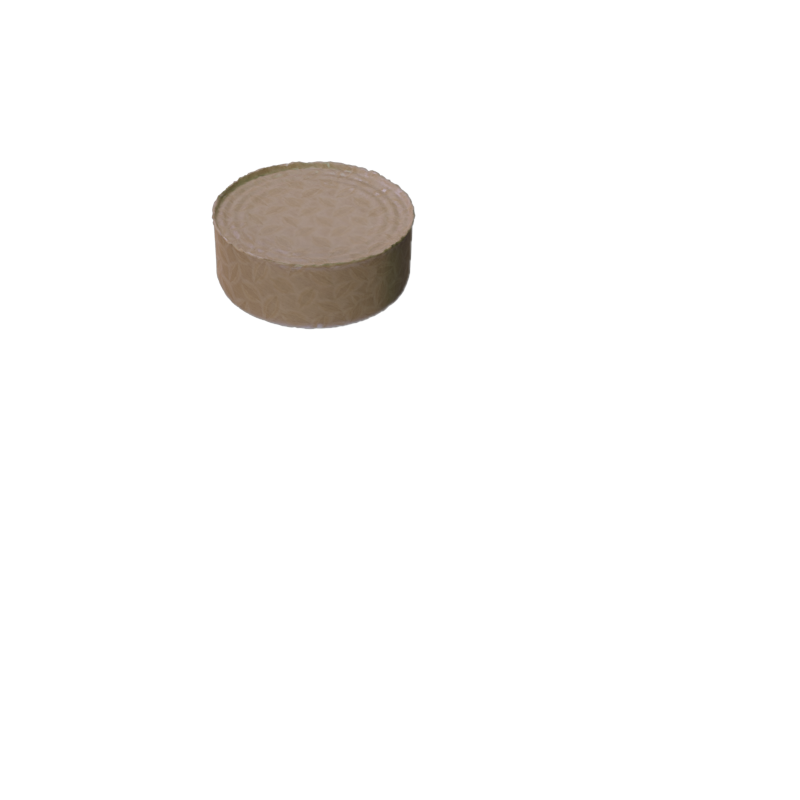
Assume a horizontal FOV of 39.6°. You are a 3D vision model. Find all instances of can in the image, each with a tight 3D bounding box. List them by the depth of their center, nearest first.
[{"bbox_3d":[-0.037,-0.068,0.477,0.086,0.031,0.092,-1,38,-2],"label":"can"}]
